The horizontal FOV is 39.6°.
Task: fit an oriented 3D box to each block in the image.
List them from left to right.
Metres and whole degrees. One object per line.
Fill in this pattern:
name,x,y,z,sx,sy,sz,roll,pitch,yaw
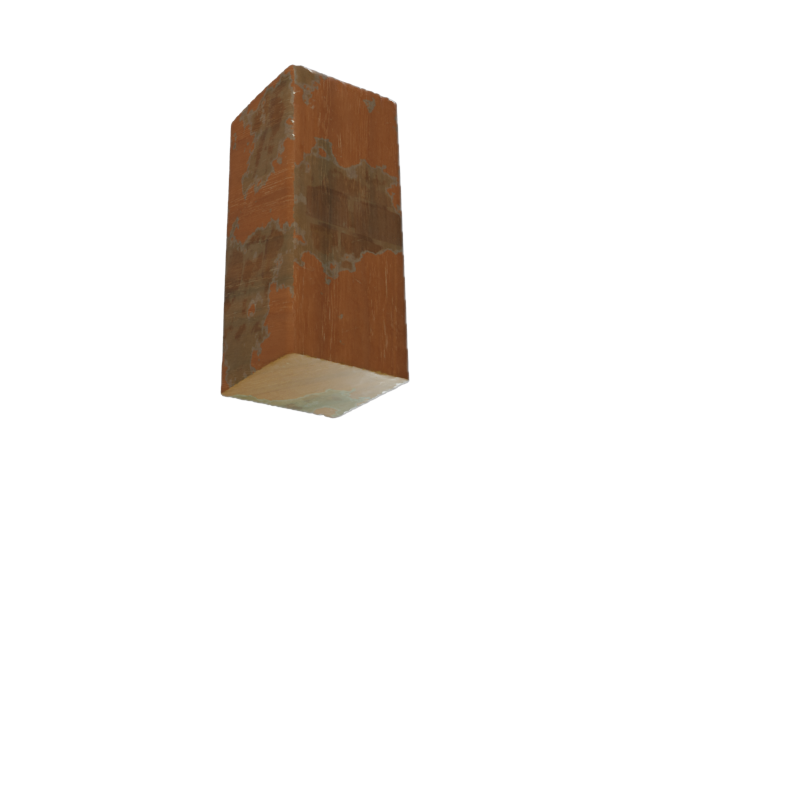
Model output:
block,-0.058,-0.106,0.740,0.086,0.218,0.089,15,-30,-31
